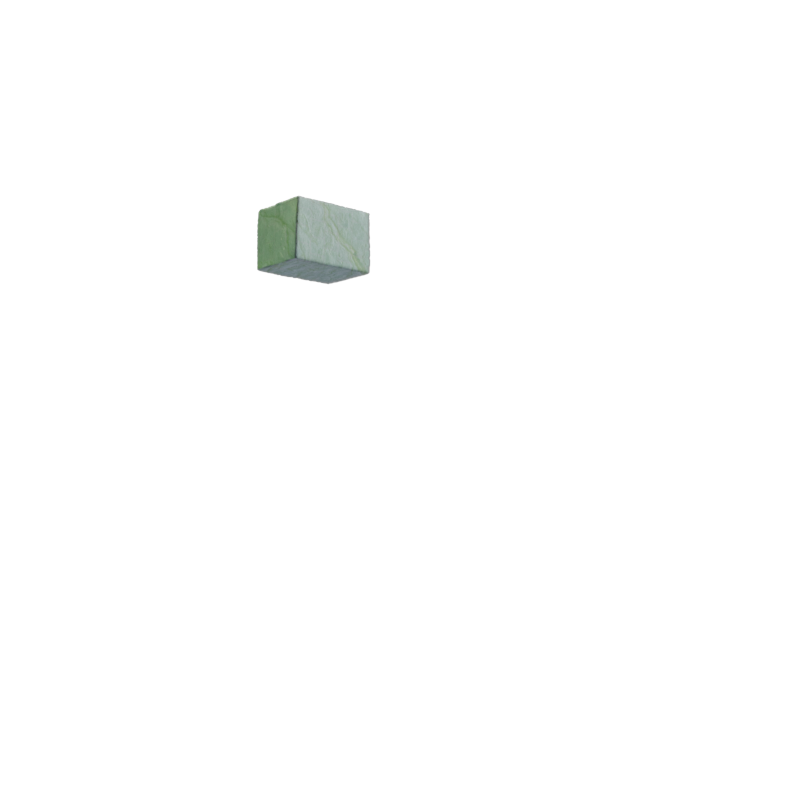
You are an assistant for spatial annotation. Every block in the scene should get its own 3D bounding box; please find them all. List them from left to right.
[{"bbox_3d":[-0.069,-0.127,0.886,0.074,0.053,0.054,8,-14,-41],"label":"block"}]
